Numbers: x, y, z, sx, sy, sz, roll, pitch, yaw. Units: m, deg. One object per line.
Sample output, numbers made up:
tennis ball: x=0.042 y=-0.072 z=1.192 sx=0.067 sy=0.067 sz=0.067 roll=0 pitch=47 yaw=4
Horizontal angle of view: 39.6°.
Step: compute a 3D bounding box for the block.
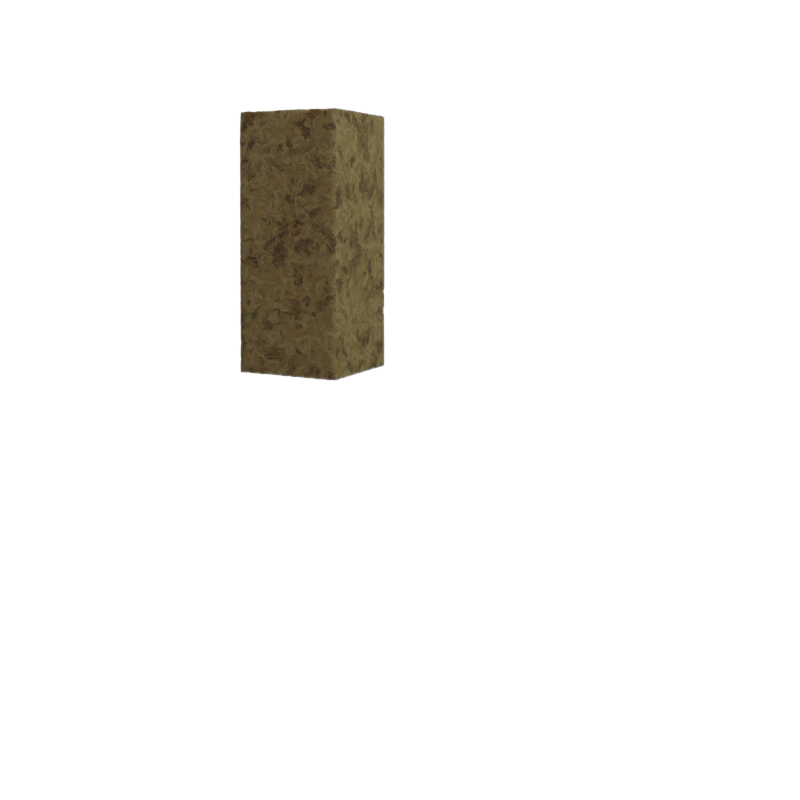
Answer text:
block: x=-0.071 y=-0.128 z=0.895 sx=0.093 sy=0.205 sz=0.088 roll=2 pitch=4 yaw=26
